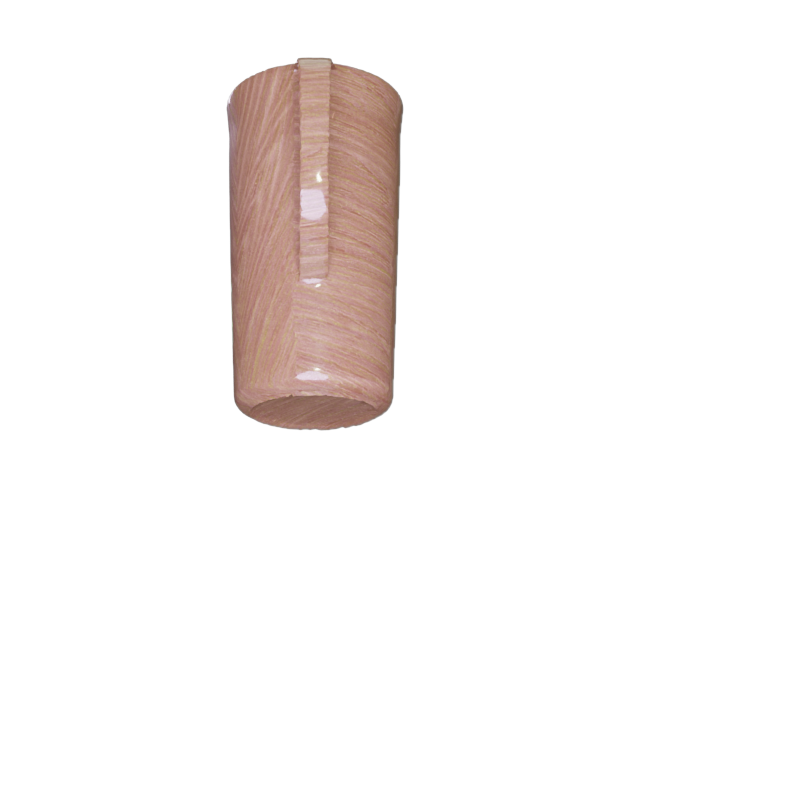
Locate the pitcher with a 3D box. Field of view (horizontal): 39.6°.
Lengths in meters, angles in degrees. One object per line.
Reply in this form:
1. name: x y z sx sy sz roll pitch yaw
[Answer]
1. pitcher: -0.061 -0.112 0.783 0.147 0.256 0.140 -19 -28 38
